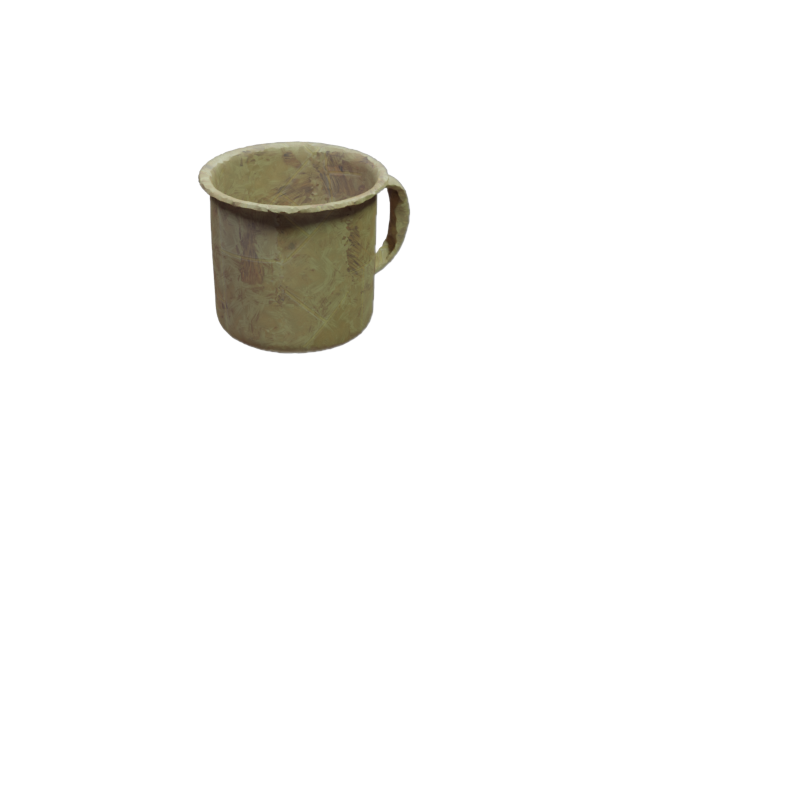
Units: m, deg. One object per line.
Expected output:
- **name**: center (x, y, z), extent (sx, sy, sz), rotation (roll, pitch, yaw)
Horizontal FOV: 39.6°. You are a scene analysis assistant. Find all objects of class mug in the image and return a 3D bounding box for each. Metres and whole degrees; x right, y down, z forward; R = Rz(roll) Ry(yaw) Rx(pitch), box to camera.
- **mug**: center (-0.044, -0.080, 0.564), extent (0.116, 0.077, 0.100), rotation (-21, 36, -33)
